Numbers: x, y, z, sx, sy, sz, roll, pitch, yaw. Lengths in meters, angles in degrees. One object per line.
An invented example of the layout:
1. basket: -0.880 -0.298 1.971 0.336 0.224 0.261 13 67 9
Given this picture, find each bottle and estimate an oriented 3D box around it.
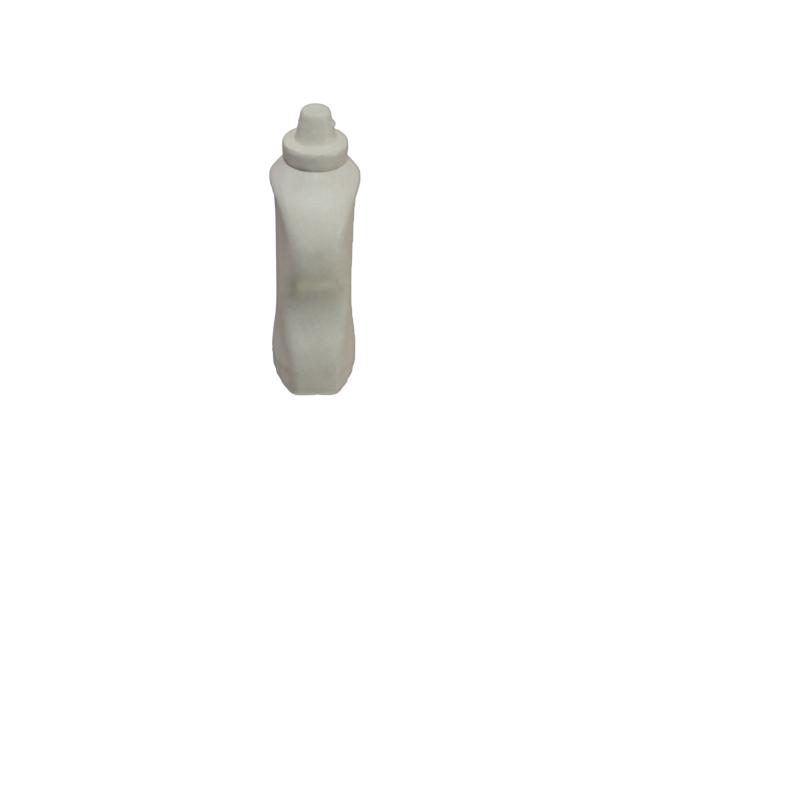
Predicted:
1. bottle: -0.056 -0.103 0.724 0.058 0.179 0.103 1 36 -3
